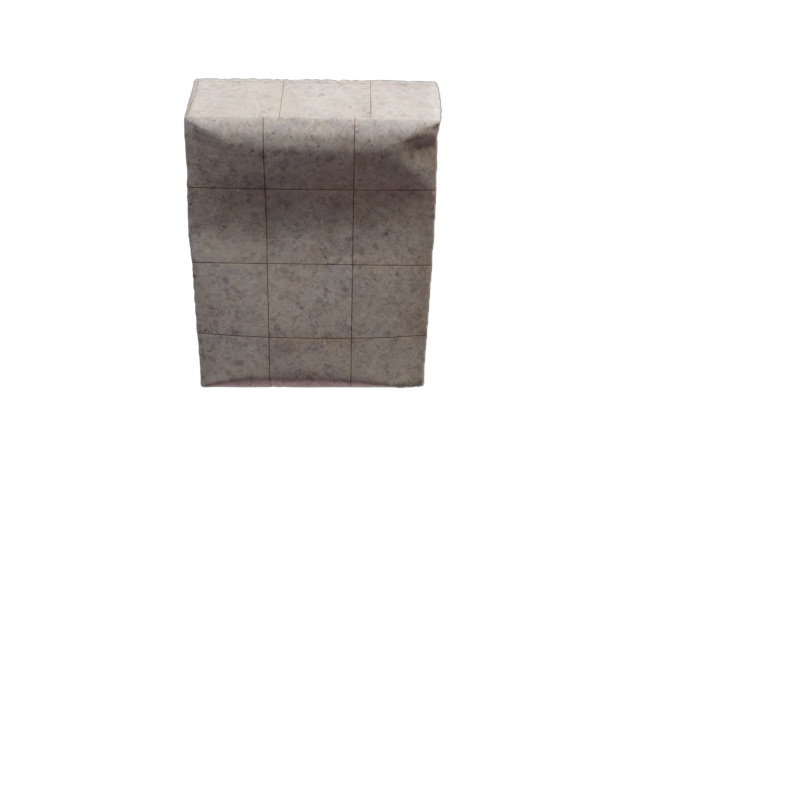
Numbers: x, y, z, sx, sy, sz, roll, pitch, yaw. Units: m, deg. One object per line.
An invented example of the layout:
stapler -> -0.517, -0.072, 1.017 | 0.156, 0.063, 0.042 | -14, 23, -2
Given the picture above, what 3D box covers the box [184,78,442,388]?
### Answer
box -> -0.060, -0.109, 0.761 | 0.164, 0.200, 0.076 | 2, 34, 0
